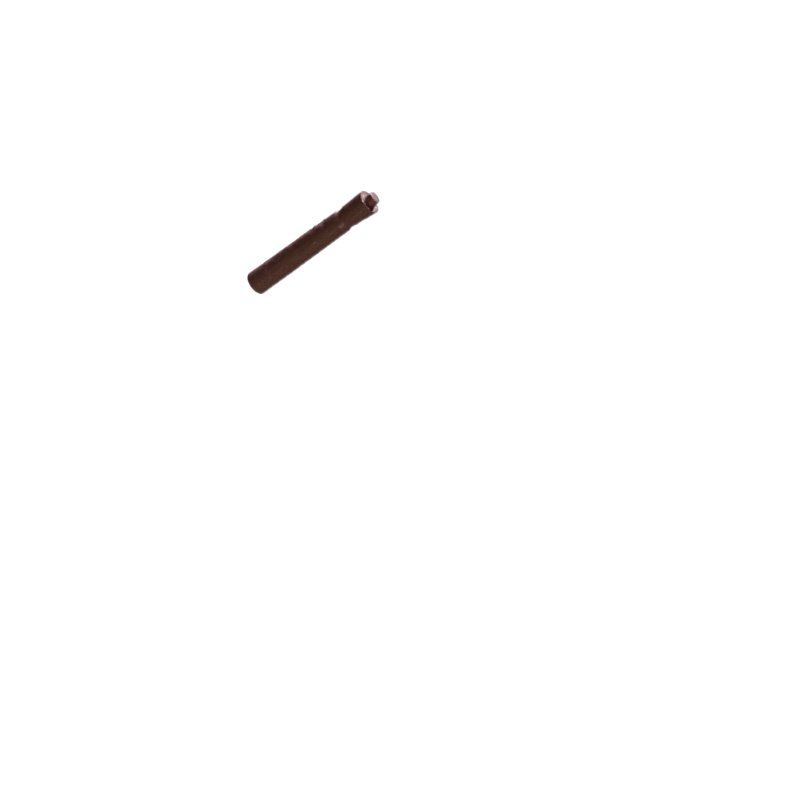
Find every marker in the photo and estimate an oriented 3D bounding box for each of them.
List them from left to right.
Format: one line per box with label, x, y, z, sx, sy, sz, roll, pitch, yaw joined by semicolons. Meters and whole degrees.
marker;-0.063;-0.114;0.801;0.120;0.020;0.019;-31;-13;28
